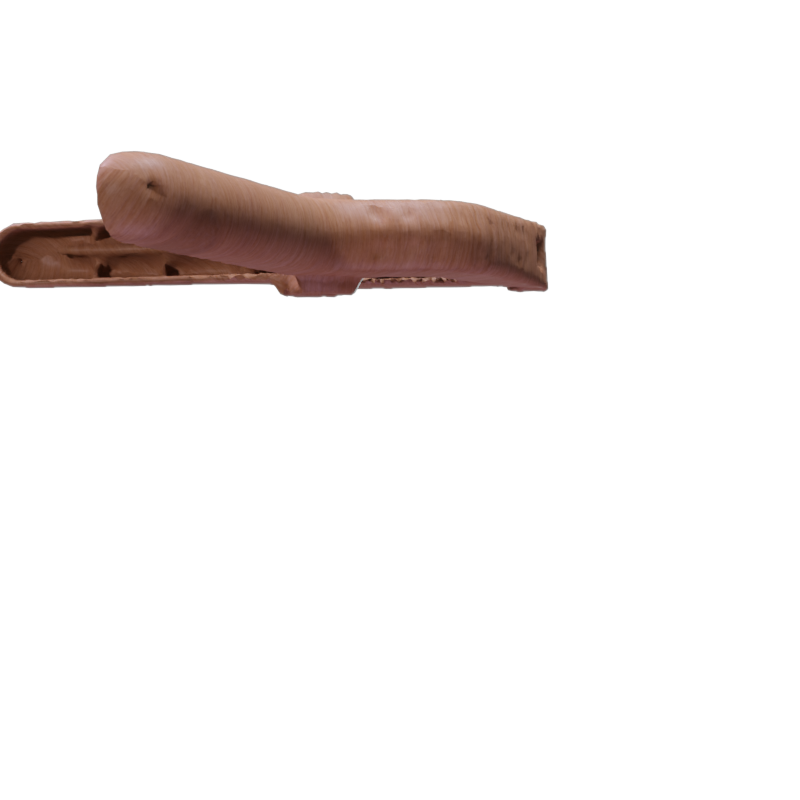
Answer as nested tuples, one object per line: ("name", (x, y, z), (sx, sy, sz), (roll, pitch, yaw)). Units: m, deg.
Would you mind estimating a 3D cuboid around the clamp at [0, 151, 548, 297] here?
("clamp", (-0.030, -0.056, 0.390), (0.204, 0.037, 0.168), (-1, 1, -21))
